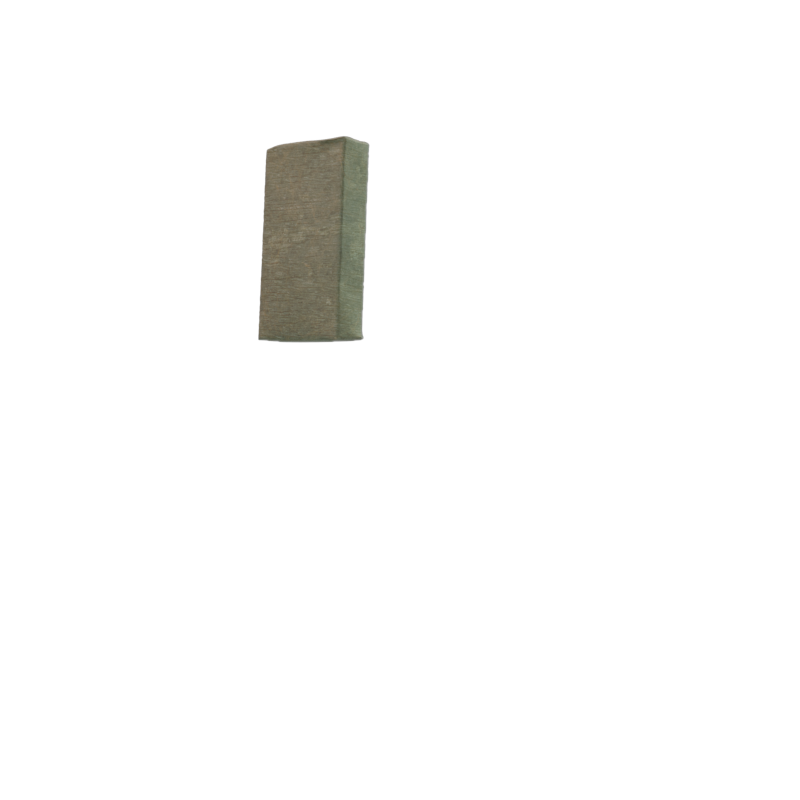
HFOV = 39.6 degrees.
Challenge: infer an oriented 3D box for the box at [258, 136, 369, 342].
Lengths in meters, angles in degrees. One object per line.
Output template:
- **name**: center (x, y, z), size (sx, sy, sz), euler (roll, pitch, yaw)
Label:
- **box**: center (-0.077, -0.140, 0.977), size (0.096, 0.179, 0.046), euler (-3, -6, 37)
